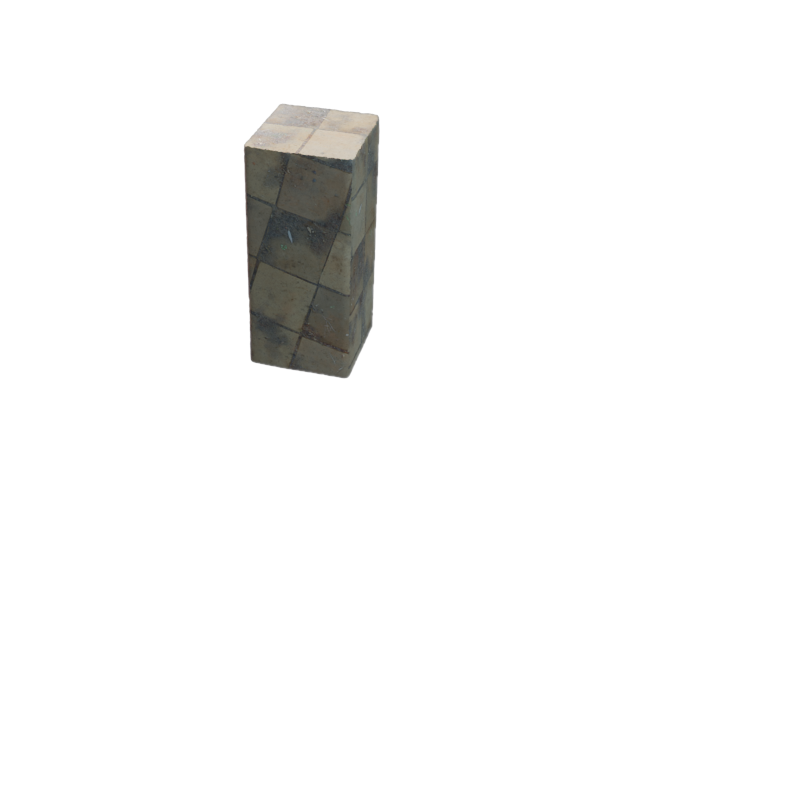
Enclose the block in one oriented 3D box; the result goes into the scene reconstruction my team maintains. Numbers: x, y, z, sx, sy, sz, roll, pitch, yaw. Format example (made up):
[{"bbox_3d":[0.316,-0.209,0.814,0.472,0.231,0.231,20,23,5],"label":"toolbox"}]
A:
[{"bbox_3d":[-0.072,-0.133,0.931,0.092,0.194,0.094,10,33,12],"label":"block"}]
